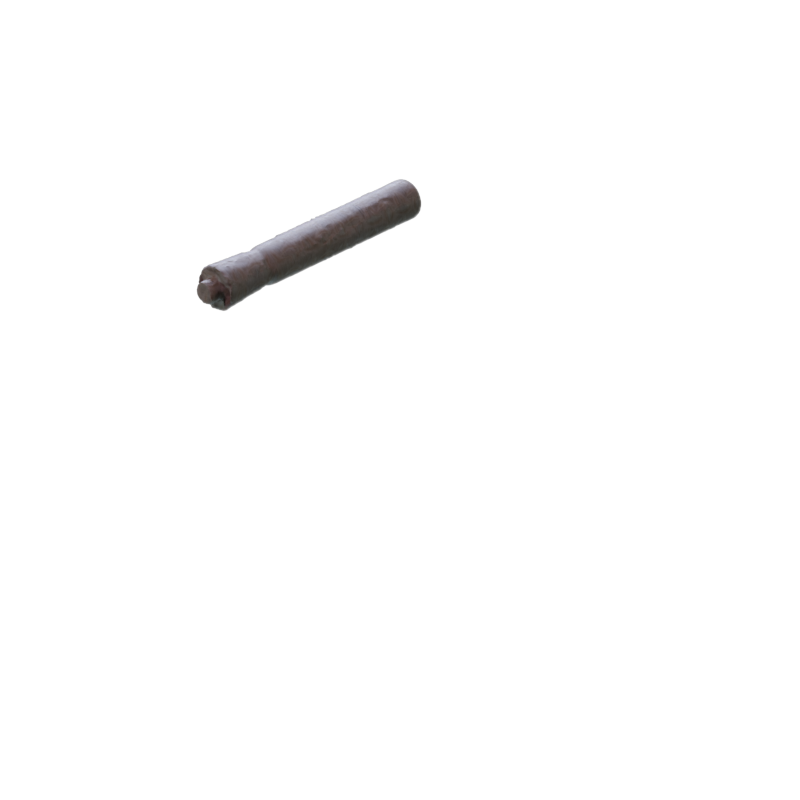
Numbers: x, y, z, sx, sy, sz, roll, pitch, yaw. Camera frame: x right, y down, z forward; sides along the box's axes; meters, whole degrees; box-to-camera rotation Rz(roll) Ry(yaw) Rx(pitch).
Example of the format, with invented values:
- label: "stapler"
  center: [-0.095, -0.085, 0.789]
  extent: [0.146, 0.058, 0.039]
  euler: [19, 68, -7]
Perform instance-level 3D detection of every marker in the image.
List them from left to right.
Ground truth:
- label: "marker"
  center: [-0.036, -0.066, 0.459]
  extent: [0.021, 0.019, 0.121]
  euler: [4, 27, 44]
